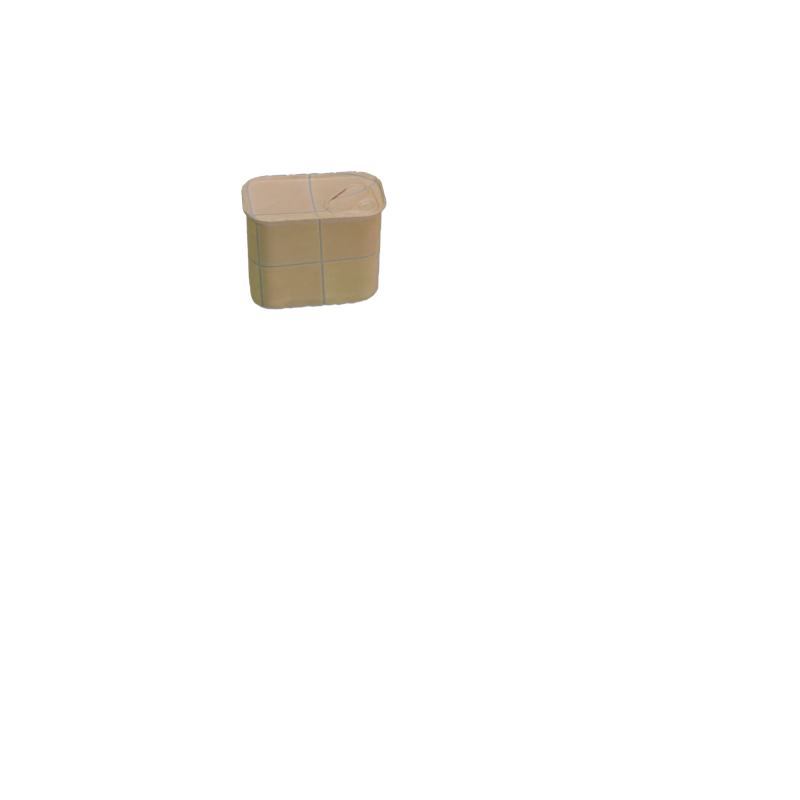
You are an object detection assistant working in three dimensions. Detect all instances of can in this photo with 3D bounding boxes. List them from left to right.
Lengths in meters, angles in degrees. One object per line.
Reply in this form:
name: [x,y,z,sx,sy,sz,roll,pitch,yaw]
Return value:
can: [-0.063,-0.116,0.812,0.101,0.078,0.062,-4,40,-6]
